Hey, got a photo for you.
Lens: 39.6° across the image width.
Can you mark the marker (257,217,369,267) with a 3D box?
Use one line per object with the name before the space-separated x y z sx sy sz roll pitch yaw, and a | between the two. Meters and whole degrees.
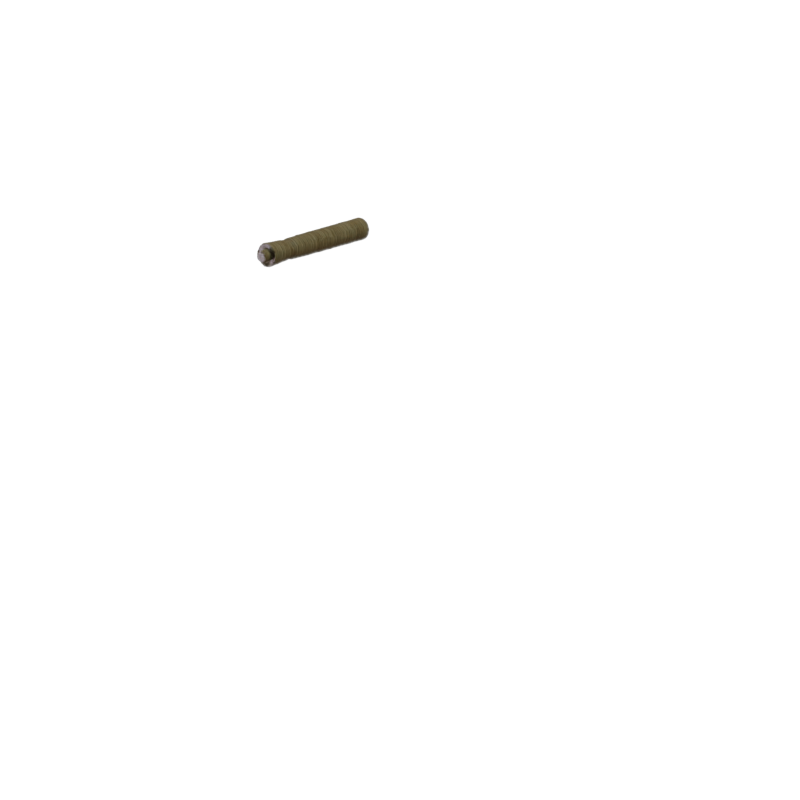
marker | -0.069 -0.125 0.876 0.021 0.019 0.119 3 19 38
